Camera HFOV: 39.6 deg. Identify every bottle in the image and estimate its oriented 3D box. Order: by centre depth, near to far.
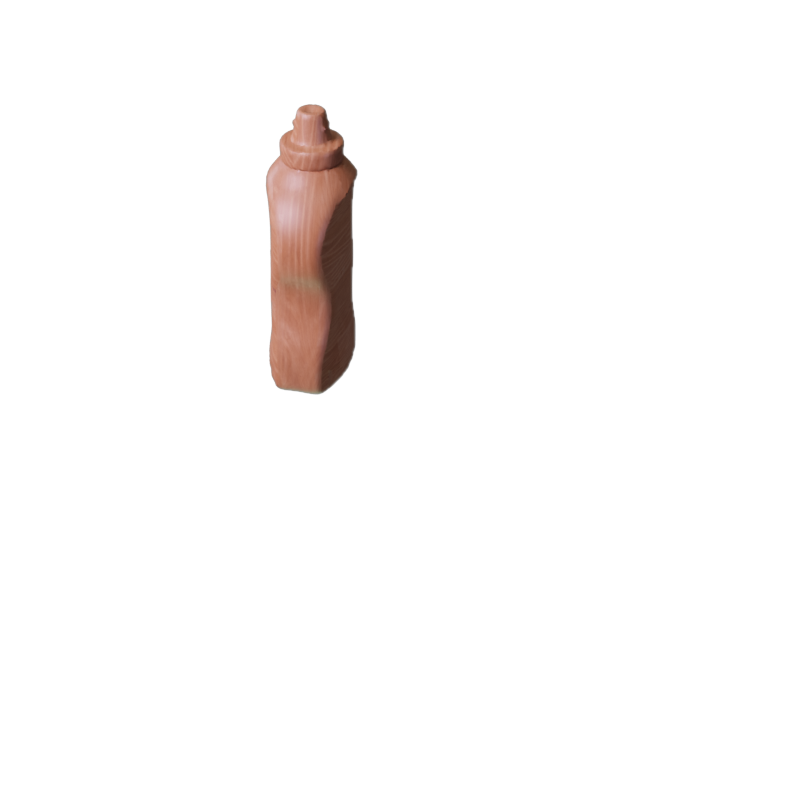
[{"bbox_3d":[-0.058,-0.105,0.737,0.059,0.180,0.101,9,35,9],"label":"bottle"}]
